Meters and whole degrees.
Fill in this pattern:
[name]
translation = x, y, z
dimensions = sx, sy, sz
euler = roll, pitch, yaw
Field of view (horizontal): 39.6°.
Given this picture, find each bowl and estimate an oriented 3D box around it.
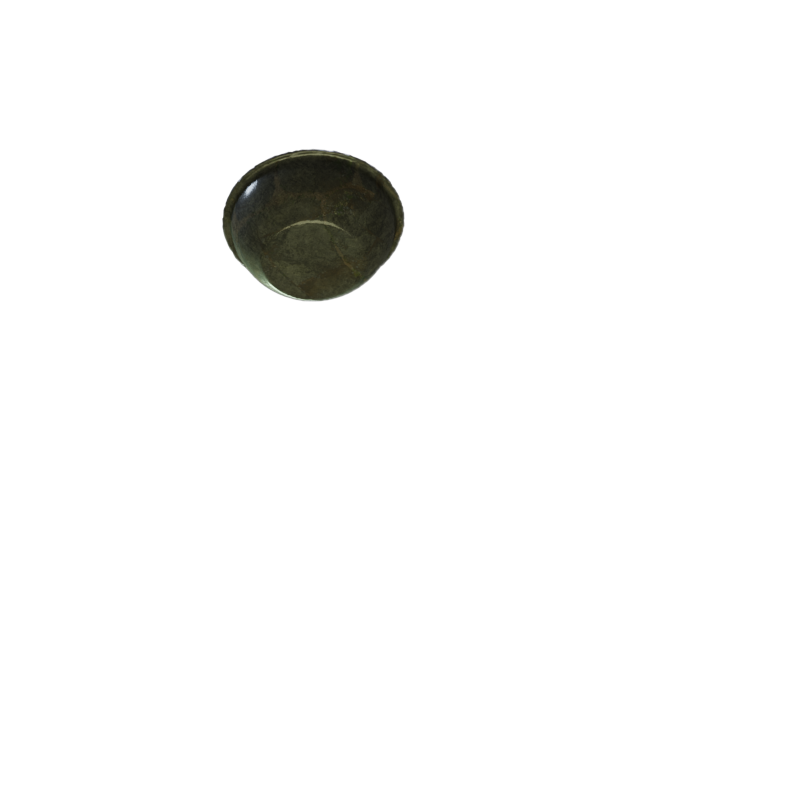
[bowl]
translation = -0.076, -0.138, 0.966
dimensions = 0.162, 0.151, 0.059
euler = 1, 44, -1
